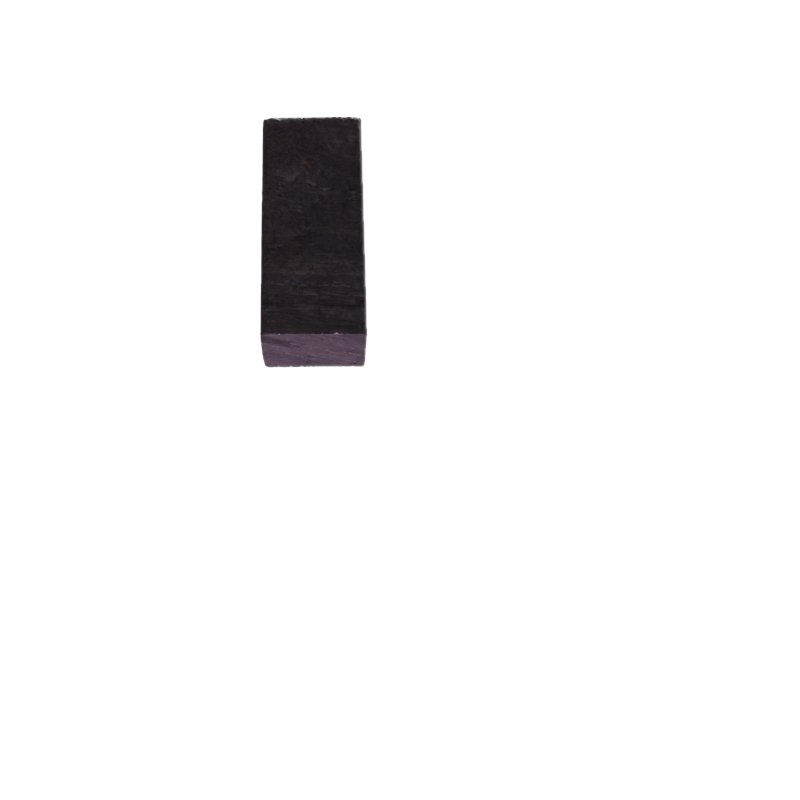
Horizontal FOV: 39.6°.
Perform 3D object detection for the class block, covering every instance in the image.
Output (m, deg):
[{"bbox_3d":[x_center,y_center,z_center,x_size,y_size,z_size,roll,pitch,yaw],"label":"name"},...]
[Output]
[{"bbox_3d":[-0.078,-0.142,0.991,0.091,0.217,0.086,-1,-22,-2],"label":"block"}]
